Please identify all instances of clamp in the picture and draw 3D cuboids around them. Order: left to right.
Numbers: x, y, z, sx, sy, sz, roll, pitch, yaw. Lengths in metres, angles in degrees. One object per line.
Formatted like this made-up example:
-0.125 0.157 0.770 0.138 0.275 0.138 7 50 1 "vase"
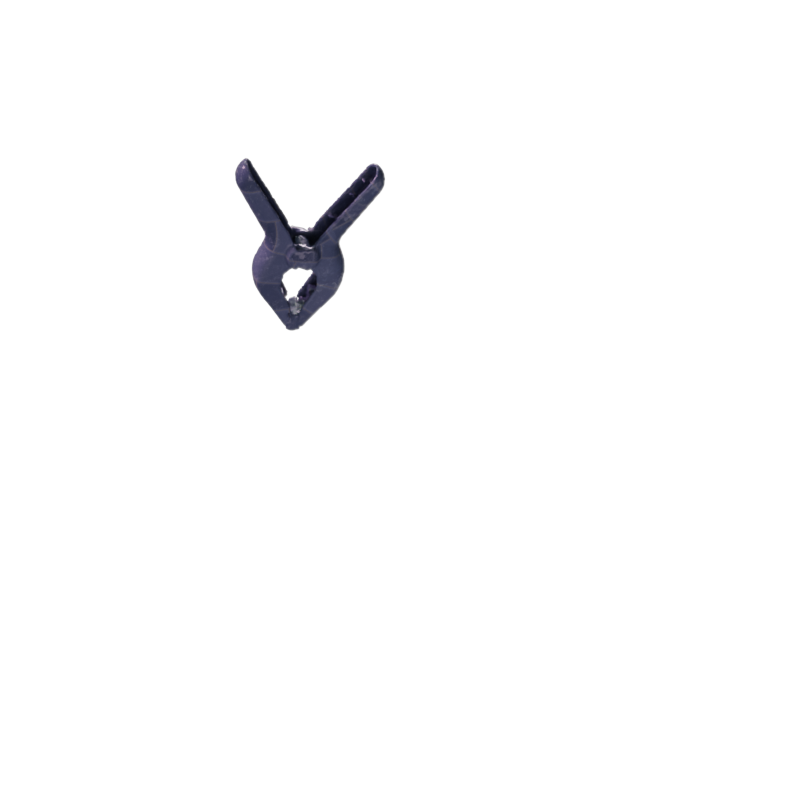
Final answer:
-0.073 -0.133 0.932 0.120 0.160 0.042 0 43 0 "clamp"
